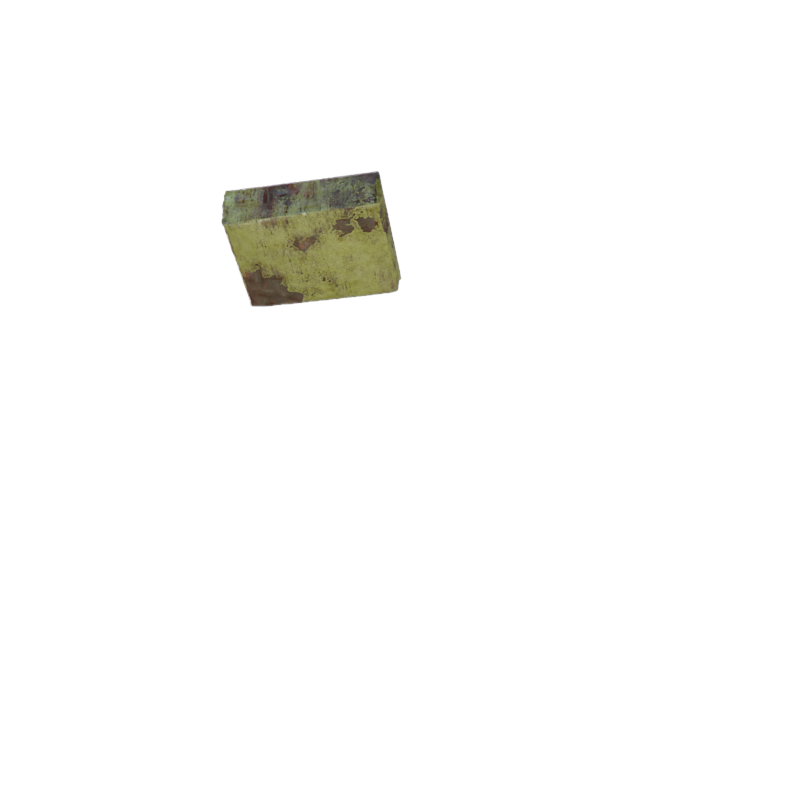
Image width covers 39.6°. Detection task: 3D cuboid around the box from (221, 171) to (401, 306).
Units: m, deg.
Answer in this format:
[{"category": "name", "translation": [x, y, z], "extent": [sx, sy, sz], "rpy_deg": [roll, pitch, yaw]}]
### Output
[{"category": "box", "translation": [-0.062, -0.112, 0.787], "extent": [0.114, 0.042, 0.083], "rpy_deg": [-7, -43, 7]}]
